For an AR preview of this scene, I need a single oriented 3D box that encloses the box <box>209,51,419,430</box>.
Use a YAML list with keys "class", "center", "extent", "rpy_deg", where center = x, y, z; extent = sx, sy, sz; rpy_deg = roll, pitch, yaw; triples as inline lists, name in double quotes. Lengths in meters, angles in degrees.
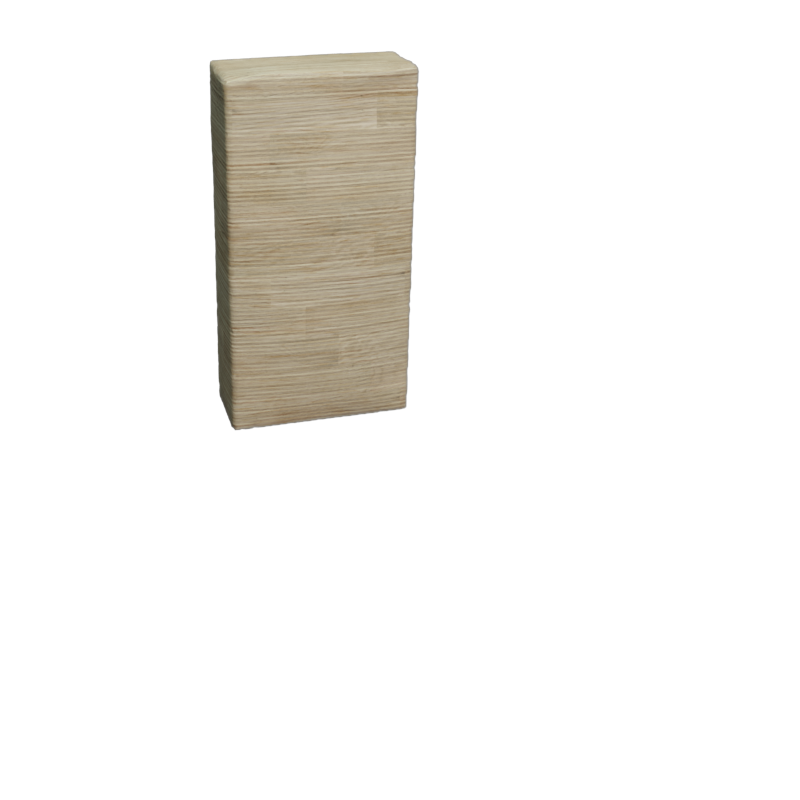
- class: "box"
  center: [-0.042, -0.076, 0.536]
  extent: [0.092, 0.167, 0.051]
  rpy_deg: [-6, 26, -16]
